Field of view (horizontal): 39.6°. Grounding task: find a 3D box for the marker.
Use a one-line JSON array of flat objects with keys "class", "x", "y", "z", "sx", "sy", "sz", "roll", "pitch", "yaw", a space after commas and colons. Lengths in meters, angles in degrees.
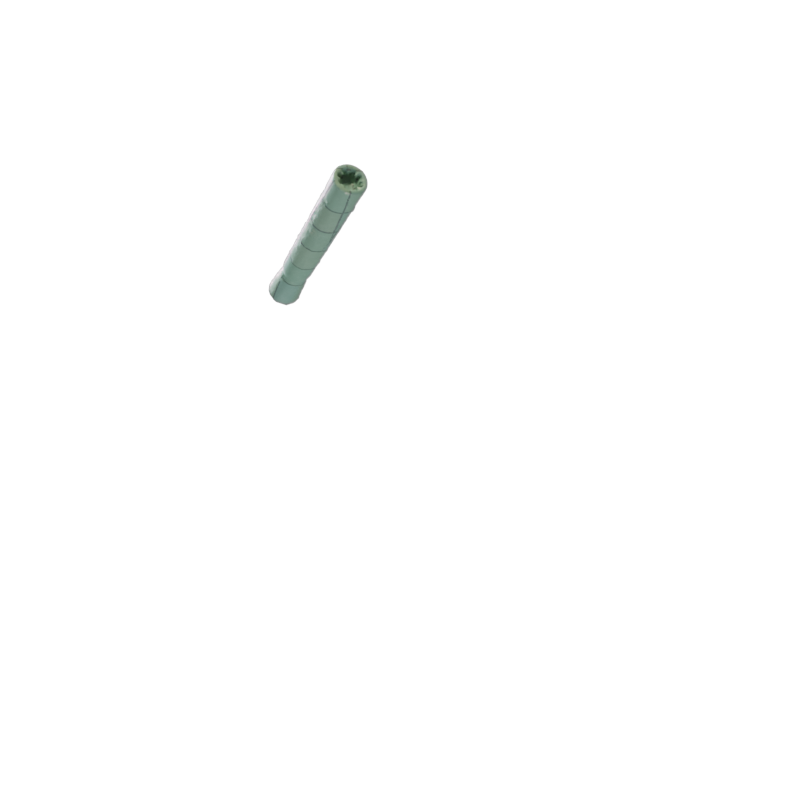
[{"class": "marker", "x": -0.047, "y": -0.086, "z": 0.600, "sx": 0.019, "sy": 0.021, "sz": 0.117, "roll": -1, "pitch": -25, "yaw": -25}]
